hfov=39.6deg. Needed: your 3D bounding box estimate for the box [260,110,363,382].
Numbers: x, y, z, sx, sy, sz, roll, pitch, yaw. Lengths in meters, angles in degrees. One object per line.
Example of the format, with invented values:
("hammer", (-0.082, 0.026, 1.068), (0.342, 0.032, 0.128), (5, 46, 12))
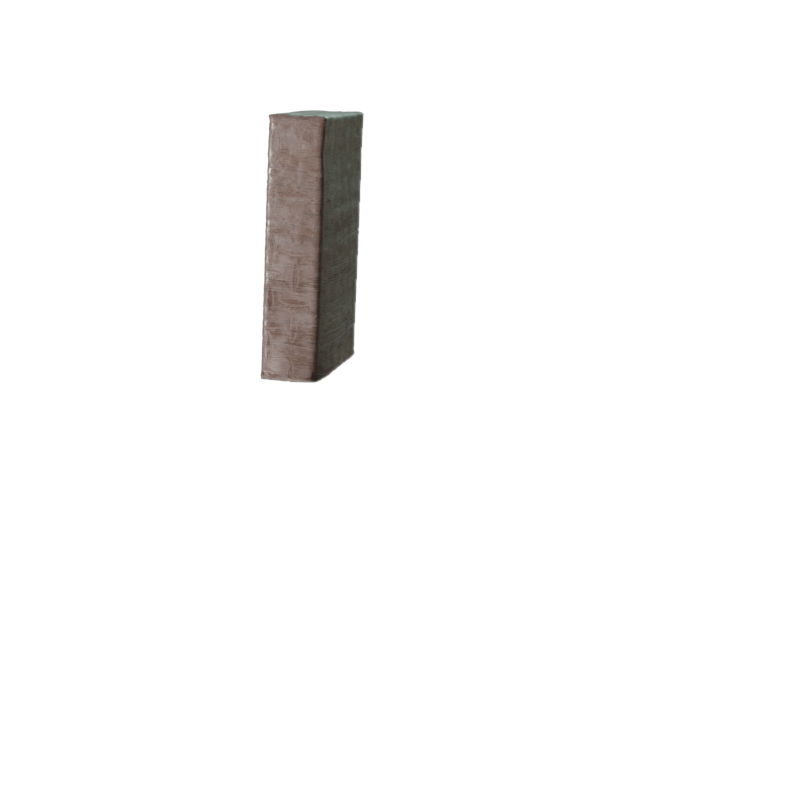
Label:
("box", (-0.059, -0.108, 0.754), (0.049, 0.173, 0.093), (3, 10, 15))
